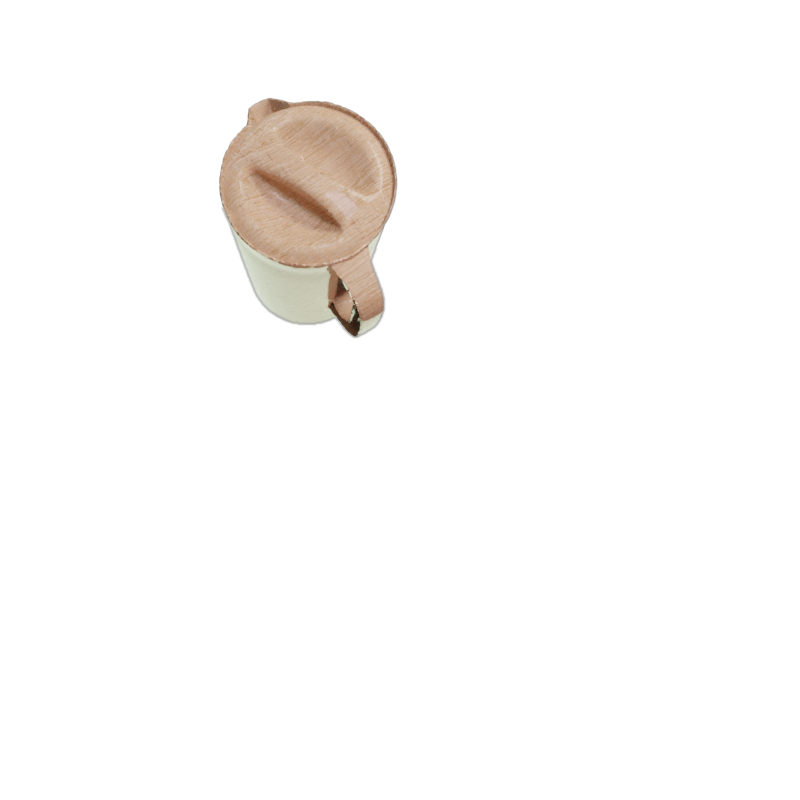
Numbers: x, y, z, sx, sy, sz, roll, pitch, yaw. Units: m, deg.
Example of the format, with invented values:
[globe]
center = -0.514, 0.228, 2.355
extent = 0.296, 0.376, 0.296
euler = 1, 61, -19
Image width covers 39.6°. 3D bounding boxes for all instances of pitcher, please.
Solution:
[pitcher]
center = -0.073, -0.133, 0.930
extent = 0.146, 0.154, 0.235
euler = 15, -13, 0
